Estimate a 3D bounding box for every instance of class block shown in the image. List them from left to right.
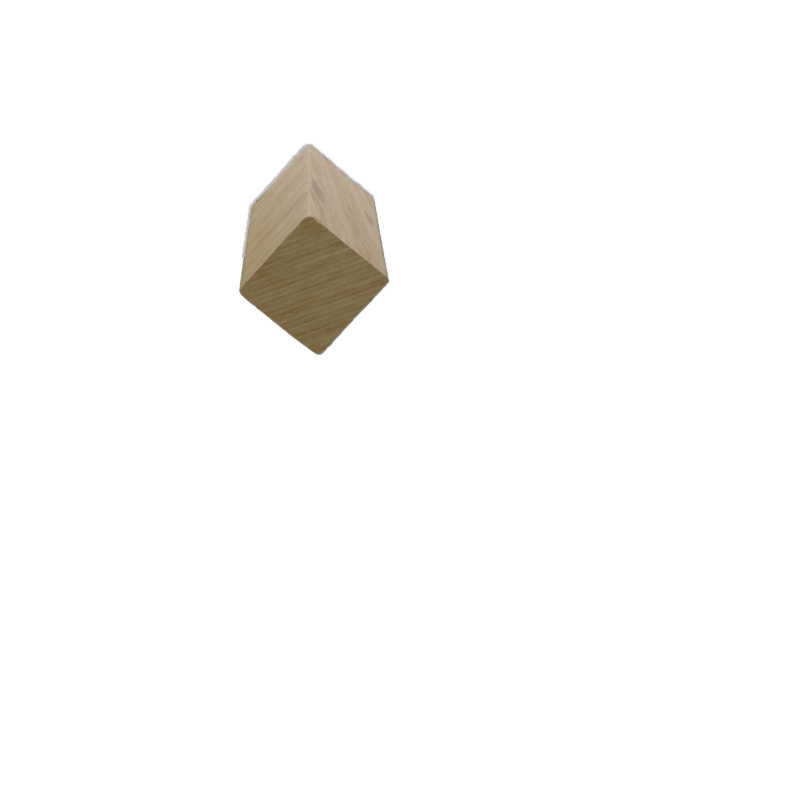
[{"bbox_3d":[-0.077,-0.140,0.980,0.087,0.089,0.218,38,19,-20],"label":"block"}]
